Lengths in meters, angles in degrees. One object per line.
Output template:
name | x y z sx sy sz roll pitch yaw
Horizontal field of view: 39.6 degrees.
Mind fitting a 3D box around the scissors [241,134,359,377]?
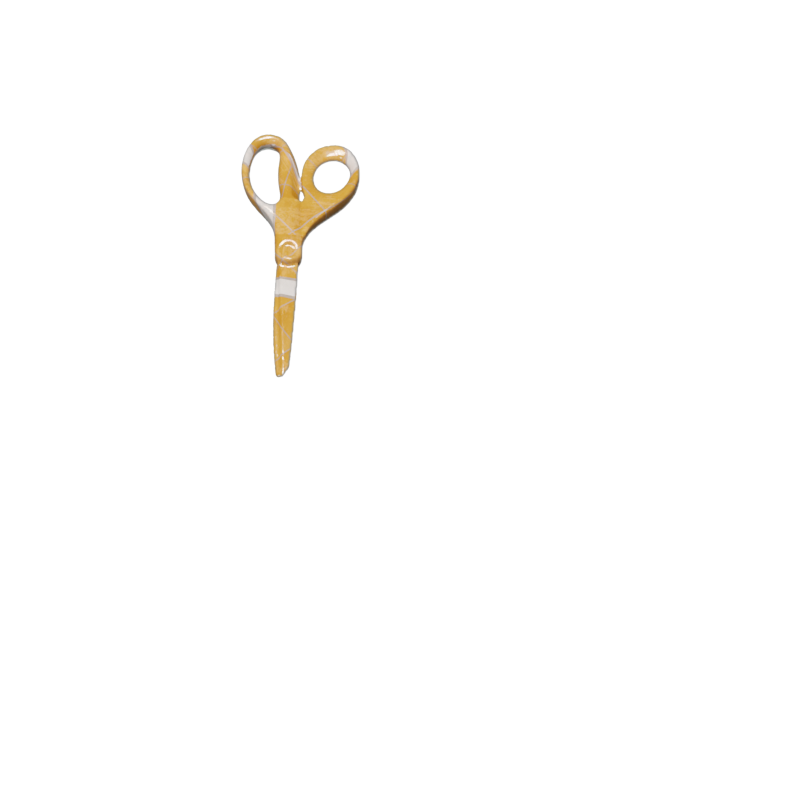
scissors | -0.062 -0.112 0.786 0.095 0.217 0.015 -12 -32 -8
